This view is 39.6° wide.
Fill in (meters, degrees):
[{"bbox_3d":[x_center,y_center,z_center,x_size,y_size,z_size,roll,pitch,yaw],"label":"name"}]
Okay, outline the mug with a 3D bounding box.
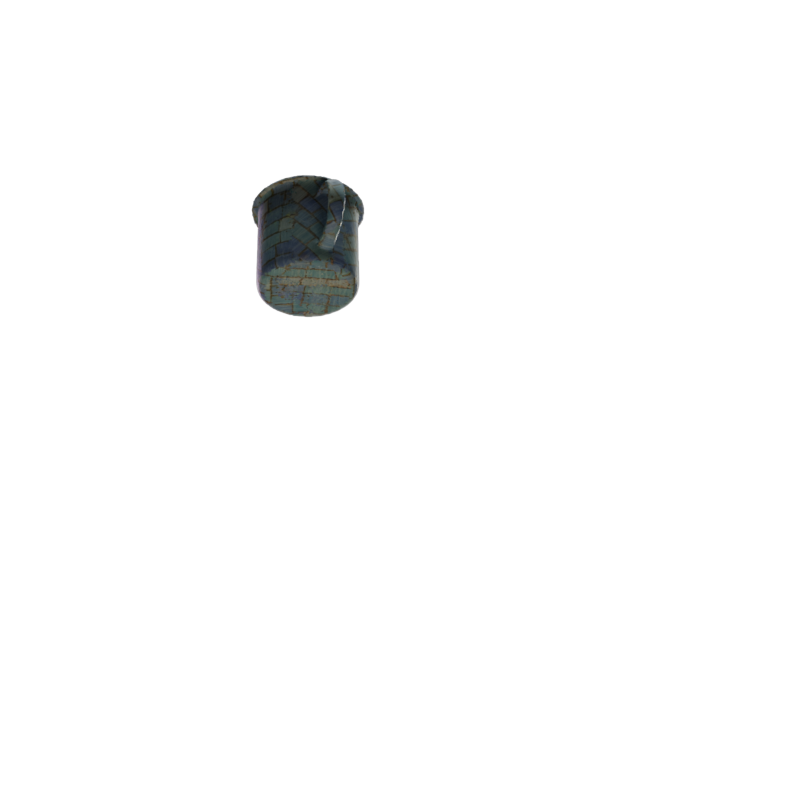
[{"bbox_3d":[-0.069,-0.126,0.883,0.090,0.087,0.113,13,-36,-21],"label":"mug"}]
